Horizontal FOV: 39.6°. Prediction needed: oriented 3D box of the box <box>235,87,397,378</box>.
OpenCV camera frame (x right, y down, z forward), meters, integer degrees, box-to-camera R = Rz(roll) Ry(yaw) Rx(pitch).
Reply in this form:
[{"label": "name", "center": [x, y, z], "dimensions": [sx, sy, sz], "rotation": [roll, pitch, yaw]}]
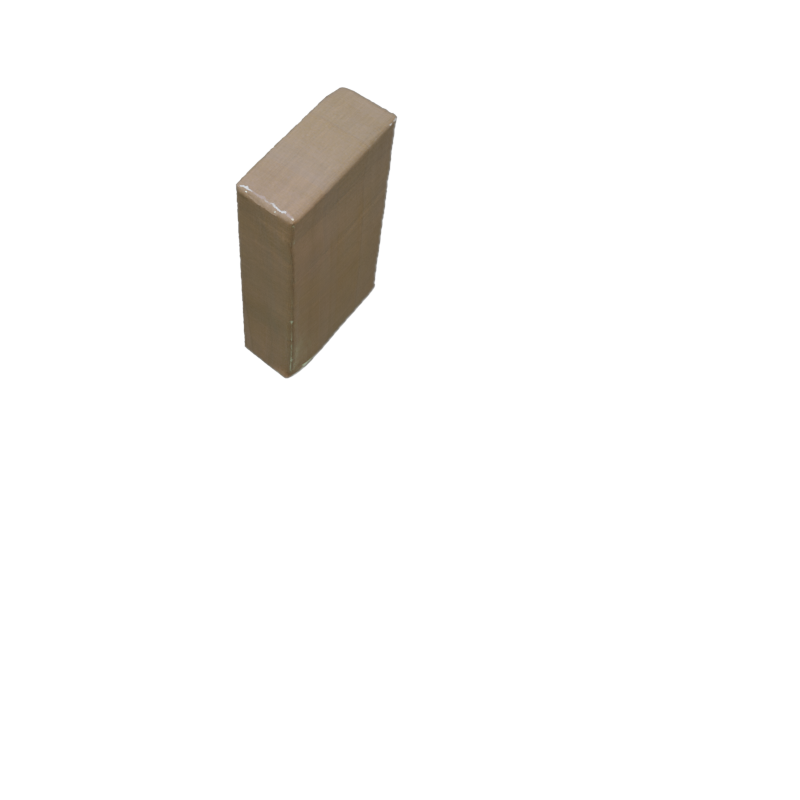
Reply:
[{"label": "box", "center": [-0.051, -0.093, 0.648], "dimensions": [0.050, 0.095, 0.165], "rotation": [33, -27, 14]}]
